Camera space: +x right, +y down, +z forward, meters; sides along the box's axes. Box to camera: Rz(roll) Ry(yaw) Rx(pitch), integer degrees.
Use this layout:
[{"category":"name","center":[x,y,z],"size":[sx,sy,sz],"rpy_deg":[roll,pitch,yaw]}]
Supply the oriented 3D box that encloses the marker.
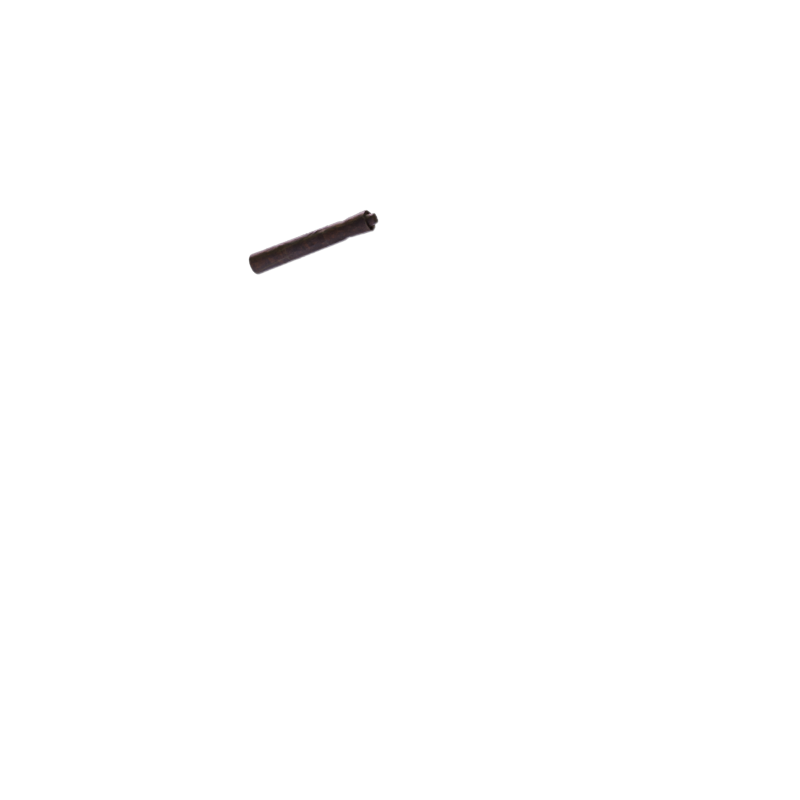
[{"category":"marker","center":[-0.073,-0.133,0.930],"size":[0.122,0.020,0.019],"rpy_deg":[-17,-4,26]}]
